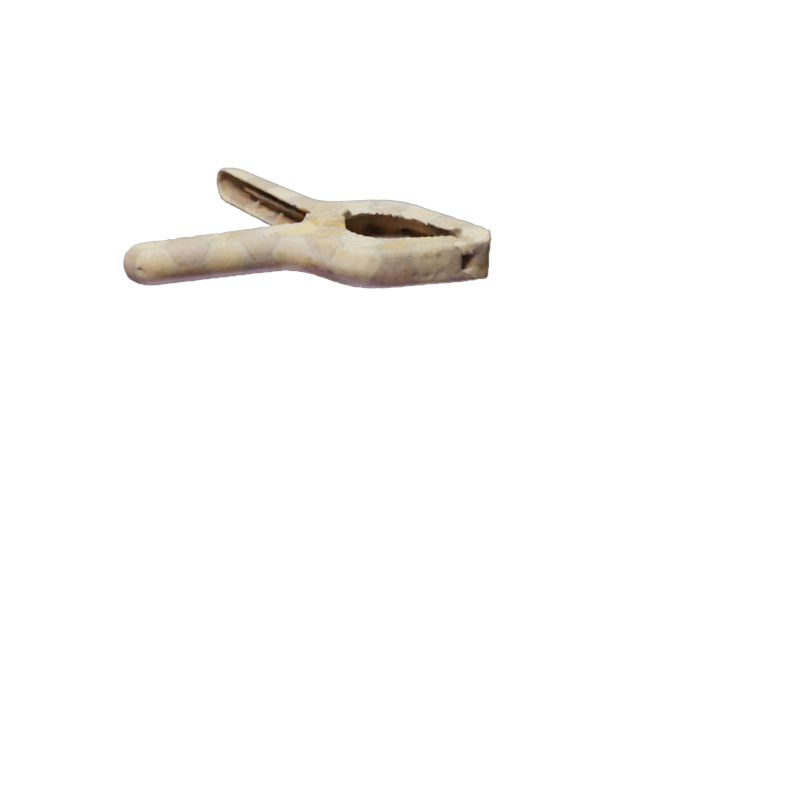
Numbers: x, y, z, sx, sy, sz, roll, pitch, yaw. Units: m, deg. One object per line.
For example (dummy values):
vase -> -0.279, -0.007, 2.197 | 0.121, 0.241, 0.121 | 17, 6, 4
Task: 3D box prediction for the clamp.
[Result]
clamp -> -0.053, -0.097, 0.678 | 0.217, 0.034, 0.169 | 11, 32, 19
